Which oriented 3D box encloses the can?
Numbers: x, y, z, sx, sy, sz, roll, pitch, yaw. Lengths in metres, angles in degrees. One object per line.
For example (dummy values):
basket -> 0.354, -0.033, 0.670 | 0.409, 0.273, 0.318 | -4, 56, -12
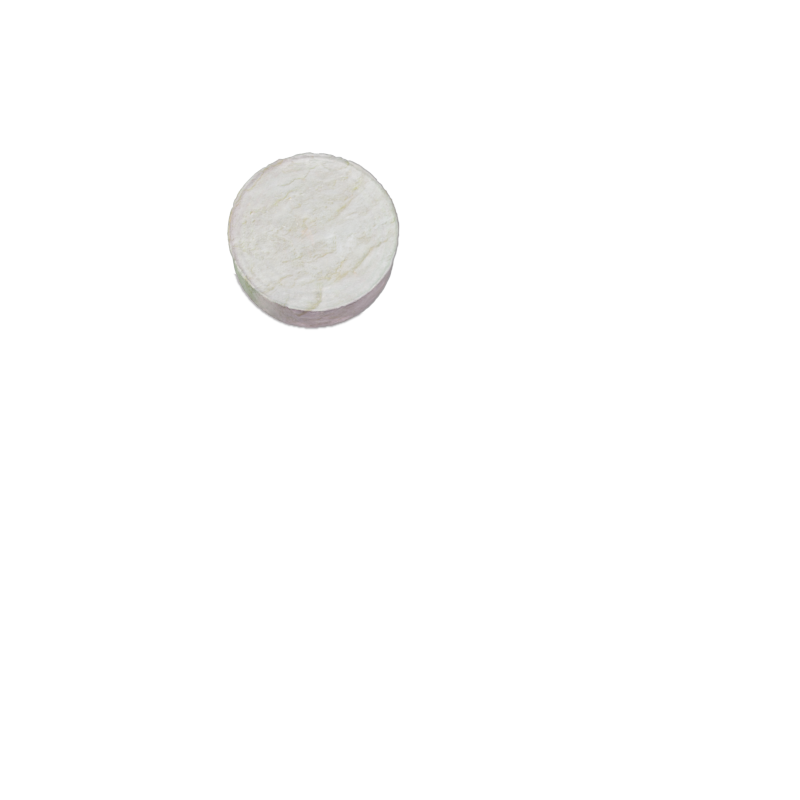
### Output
can -> -0.044, -0.081, 0.567 | 0.086, 0.090, 0.032 | -1, -21, -1
